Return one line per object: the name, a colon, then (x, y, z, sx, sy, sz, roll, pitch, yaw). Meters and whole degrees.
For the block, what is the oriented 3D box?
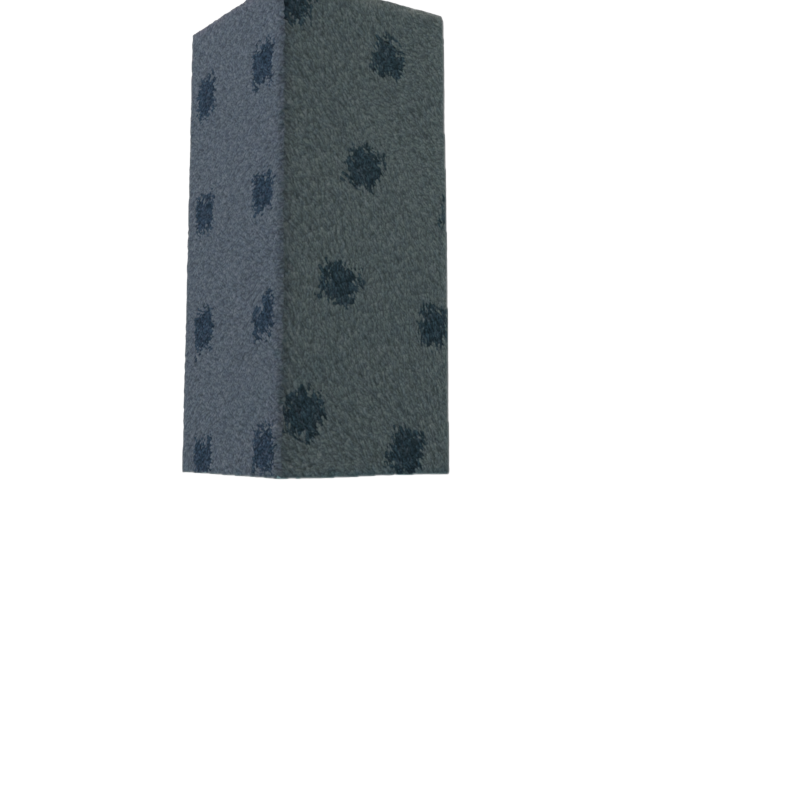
block: (-0.039, -0.072, 0.504, 0.086, 0.211, 0.093, 5, -10, -35)
